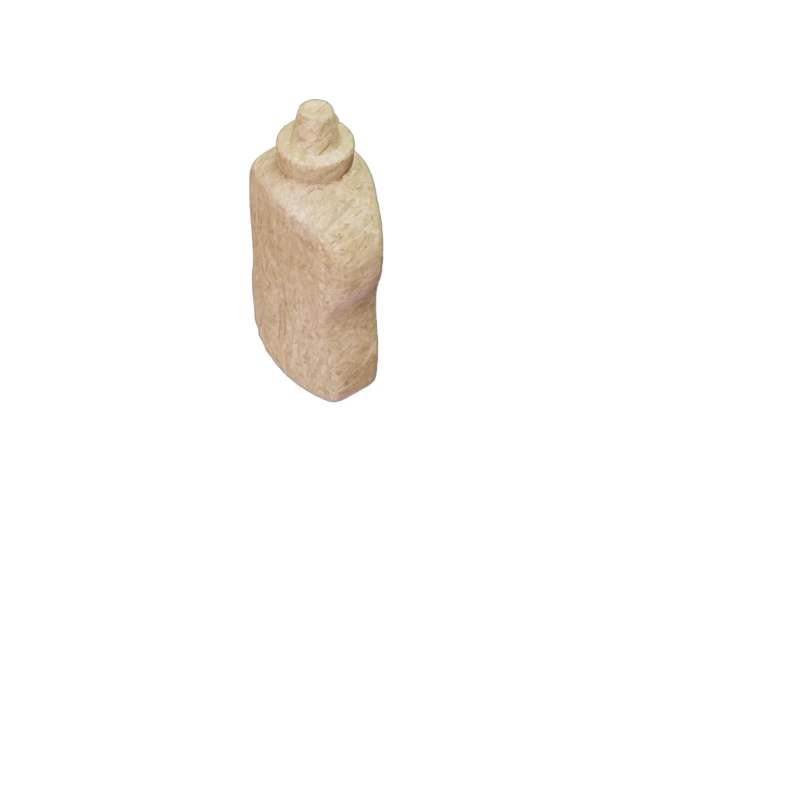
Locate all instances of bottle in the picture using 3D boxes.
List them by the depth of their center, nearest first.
[{"bbox_3d":[-0.048,-0.089,0.623,0.058,0.103,0.179,-25,-34,-22],"label":"bottle"}]
